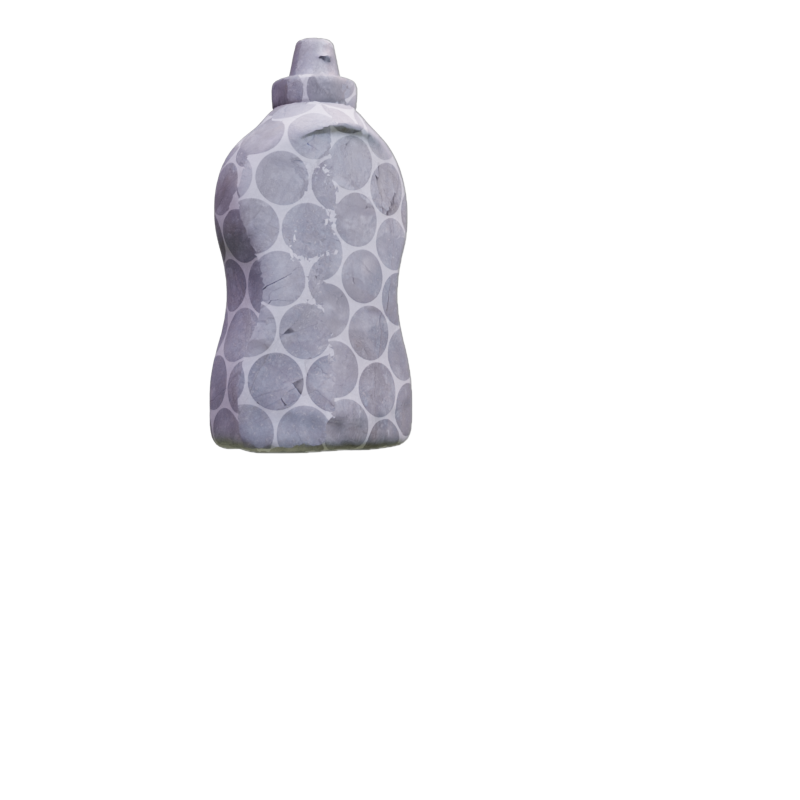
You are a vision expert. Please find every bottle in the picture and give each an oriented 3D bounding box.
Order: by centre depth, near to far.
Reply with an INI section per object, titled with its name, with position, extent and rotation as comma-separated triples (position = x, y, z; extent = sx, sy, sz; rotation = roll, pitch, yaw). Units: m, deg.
[bottle]
position = -0.040, -0.074, 0.520
extent = 0.092, 0.194, 0.060
rotation = 3, -6, -32
